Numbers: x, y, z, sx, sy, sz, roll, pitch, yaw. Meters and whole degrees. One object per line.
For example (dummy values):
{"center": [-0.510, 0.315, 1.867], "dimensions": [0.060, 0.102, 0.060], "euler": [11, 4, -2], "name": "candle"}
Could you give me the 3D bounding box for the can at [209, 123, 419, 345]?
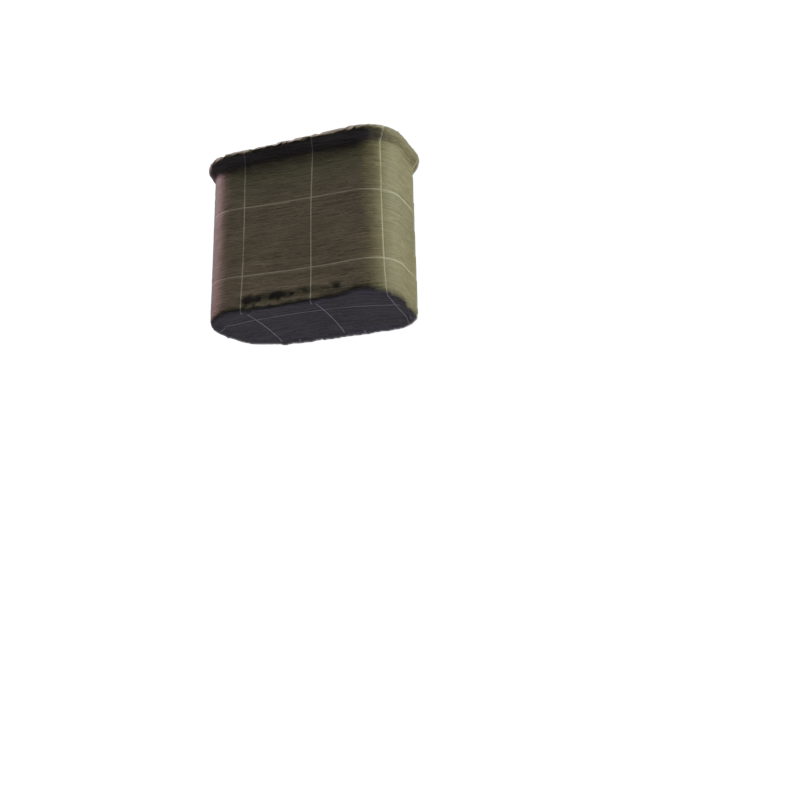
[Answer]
{"center": [-0.042, -0.076, 0.532], "dimensions": [0.104, 0.088, 0.054], "euler": [-8, -22, 21], "name": "can"}
